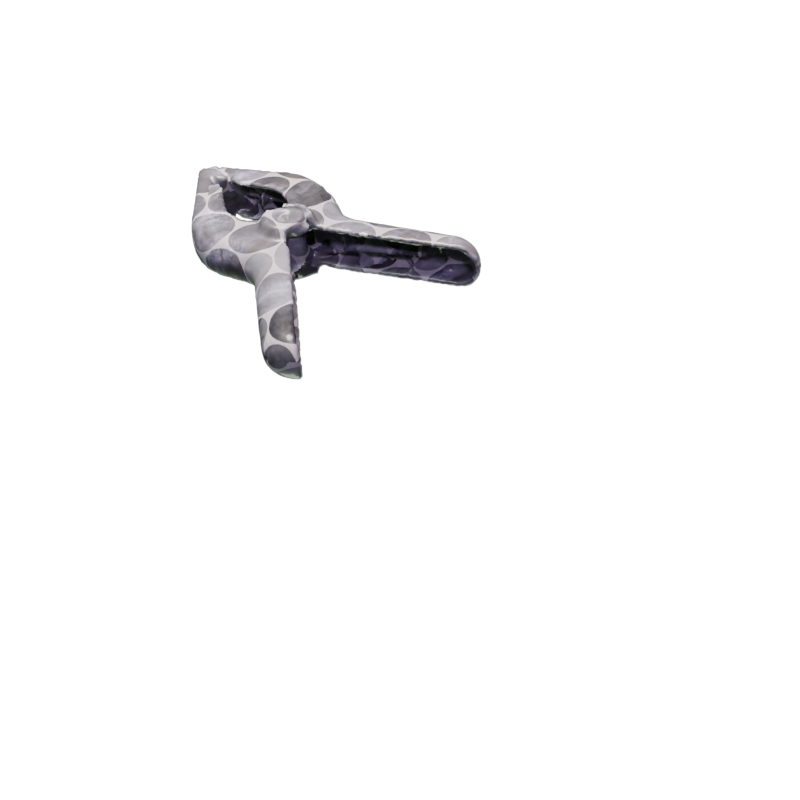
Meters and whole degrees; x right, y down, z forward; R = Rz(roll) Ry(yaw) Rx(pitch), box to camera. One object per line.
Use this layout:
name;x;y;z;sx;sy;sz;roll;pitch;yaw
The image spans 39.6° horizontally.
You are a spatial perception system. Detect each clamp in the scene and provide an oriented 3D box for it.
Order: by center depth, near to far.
clamp;-0.045;-0.081;0.569;0.119;0.037;0.185;-18;42;-22
